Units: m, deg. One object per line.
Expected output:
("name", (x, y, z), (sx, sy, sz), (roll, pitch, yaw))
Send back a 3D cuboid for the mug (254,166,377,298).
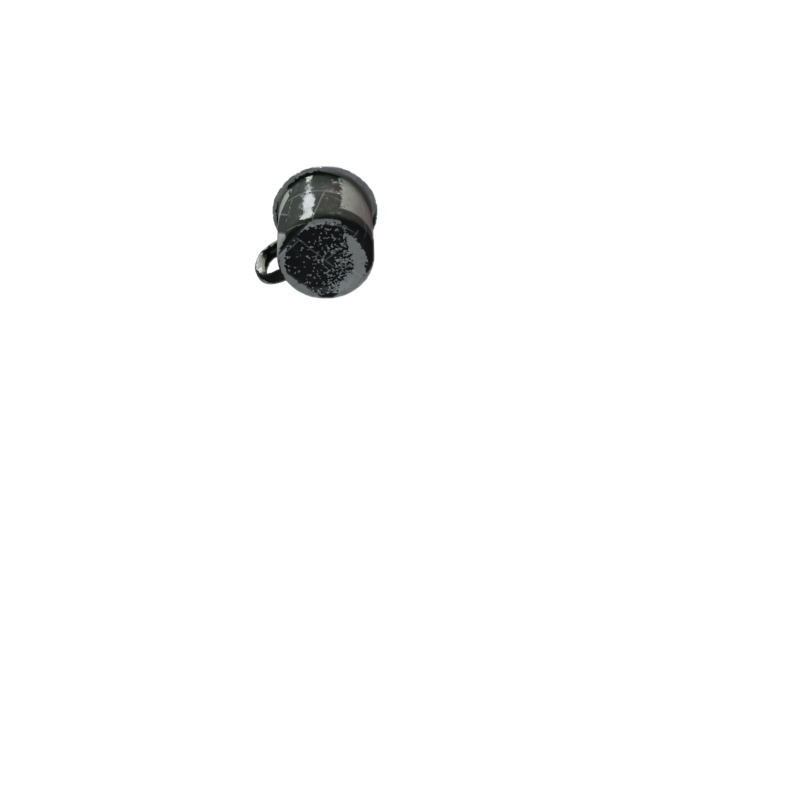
("mug", (-0.074, -0.135, 0.949), (0.117, 0.087, 0.087), (-25, 32, 15))
